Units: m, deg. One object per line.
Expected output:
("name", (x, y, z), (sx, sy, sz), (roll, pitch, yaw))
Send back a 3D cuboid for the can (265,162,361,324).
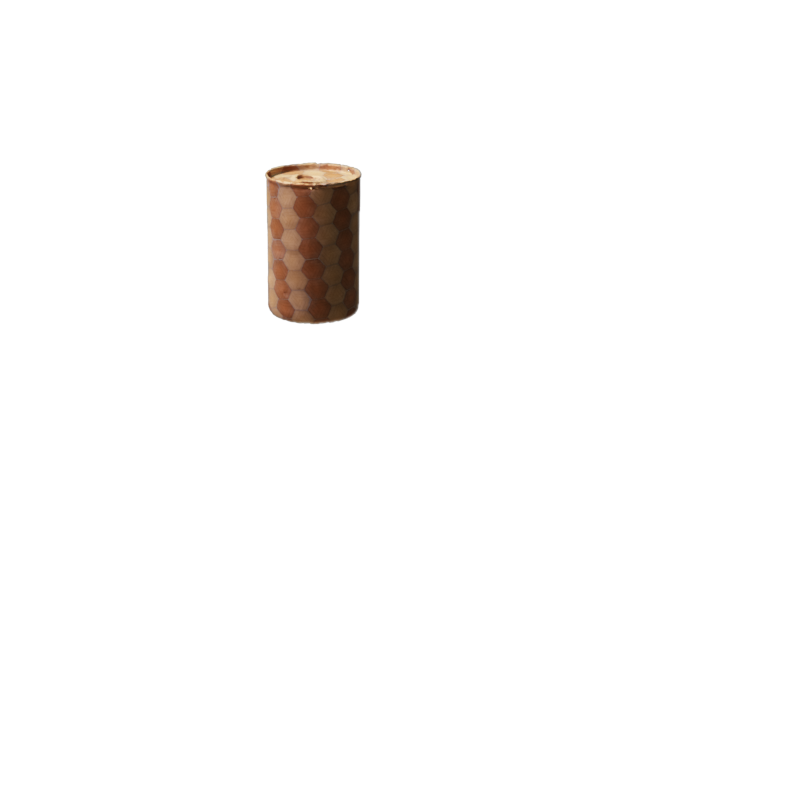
("can", (-0.062, -0.113, 0.794), (0.068, 0.098, 0.072), (0, 19, -2))
